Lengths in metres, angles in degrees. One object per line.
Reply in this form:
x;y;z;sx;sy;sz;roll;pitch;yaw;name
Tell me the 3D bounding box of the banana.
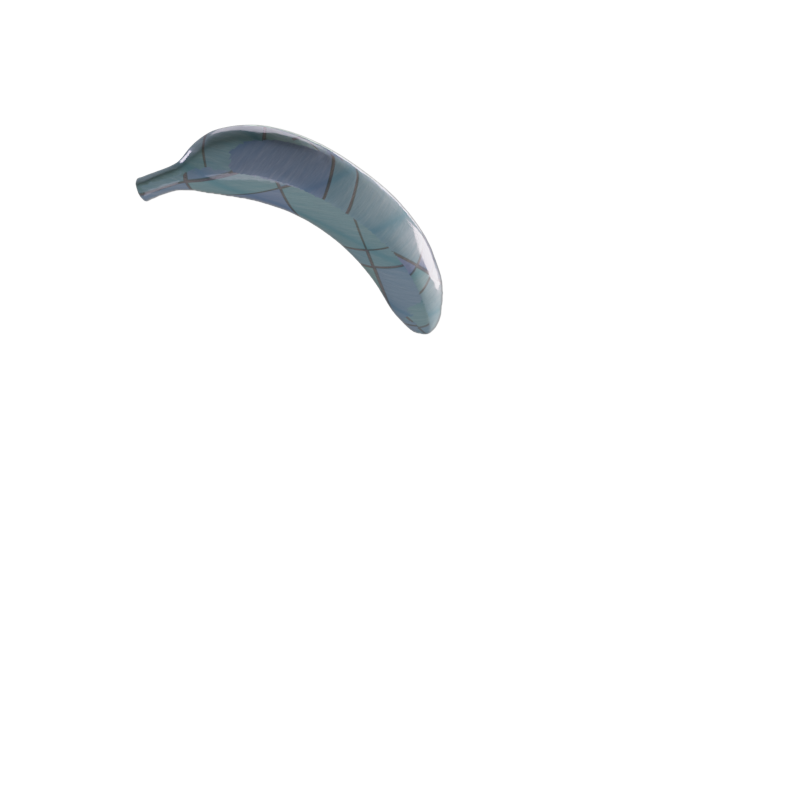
-0.037;-0.094;0.578;0.187;0.039;0.069;26;-45;-30;banana
